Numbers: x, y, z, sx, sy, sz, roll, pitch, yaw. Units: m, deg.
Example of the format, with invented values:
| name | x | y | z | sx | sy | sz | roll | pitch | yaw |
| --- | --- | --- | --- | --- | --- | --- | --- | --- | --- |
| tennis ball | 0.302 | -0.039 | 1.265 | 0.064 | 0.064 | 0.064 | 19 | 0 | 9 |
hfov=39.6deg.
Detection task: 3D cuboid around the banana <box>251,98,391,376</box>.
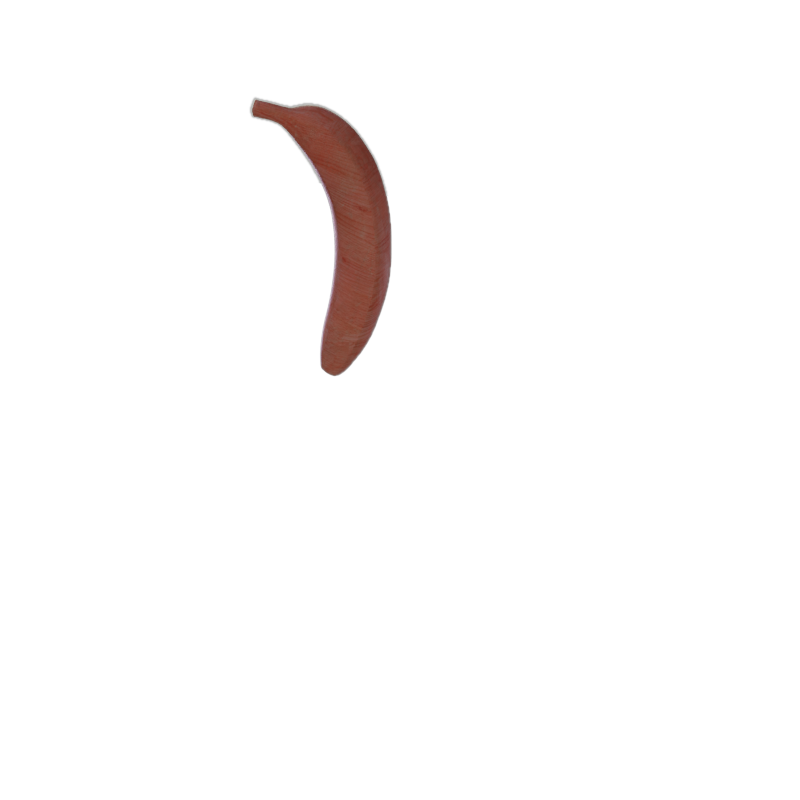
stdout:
| name | x | y | z | sx | sy | sz | roll | pitch | yaw |
| --- | --- | --- | --- | --- | --- | --- | --- | --- | --- |
| banana | -0.039 | -0.110 | 0.719 | 0.070 | 0.188 | 0.038 | -12 | 21 | 4 |
